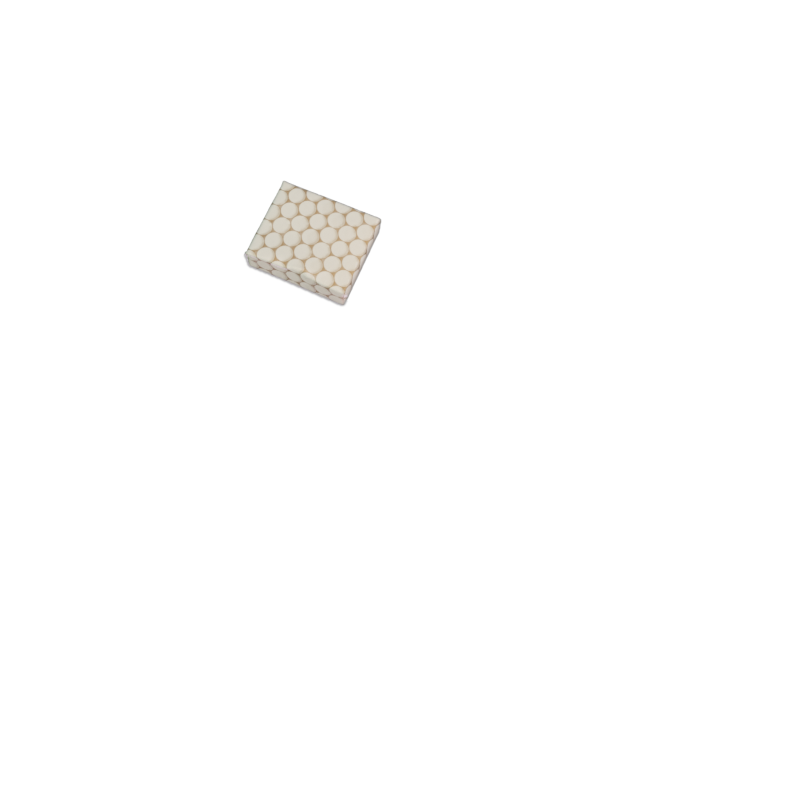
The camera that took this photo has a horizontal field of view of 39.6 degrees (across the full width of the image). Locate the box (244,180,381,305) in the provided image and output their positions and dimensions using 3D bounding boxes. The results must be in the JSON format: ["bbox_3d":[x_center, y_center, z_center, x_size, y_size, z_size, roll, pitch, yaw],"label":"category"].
[{"bbox_3d":[-0.070,-0.128,0.895,0.091,0.075,0.029,23,-21,9],"label":"box"}]
